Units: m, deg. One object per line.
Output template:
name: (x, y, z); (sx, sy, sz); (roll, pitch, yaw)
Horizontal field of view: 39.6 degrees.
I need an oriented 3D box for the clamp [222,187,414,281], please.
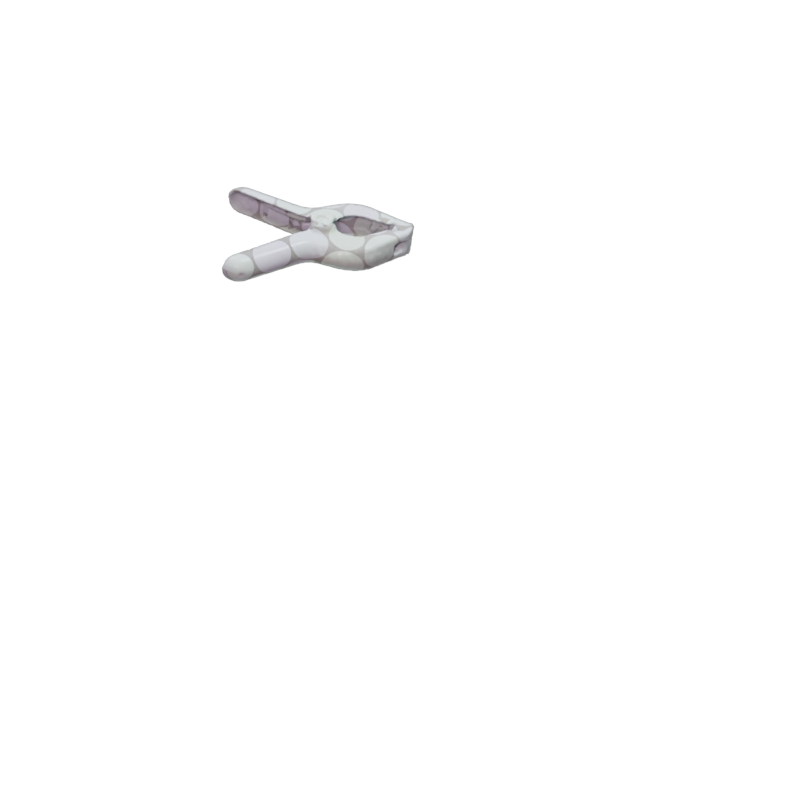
clamp: (-0.076, -0.138, 0.968); (0.173, 0.128, 0.036); (5, -43, 5)
